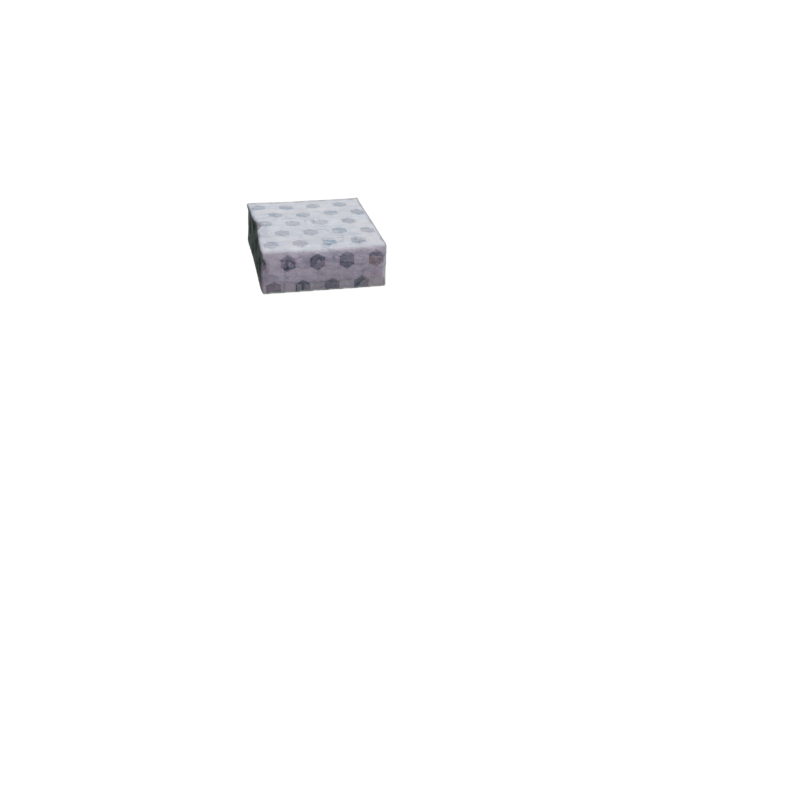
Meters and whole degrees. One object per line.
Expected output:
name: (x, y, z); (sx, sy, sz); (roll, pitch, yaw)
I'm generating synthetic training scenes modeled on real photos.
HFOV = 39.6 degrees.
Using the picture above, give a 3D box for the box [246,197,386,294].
box: (-0.053, -0.096, 0.673); (0.072, 0.029, 0.095); (-5, 28, -10)
